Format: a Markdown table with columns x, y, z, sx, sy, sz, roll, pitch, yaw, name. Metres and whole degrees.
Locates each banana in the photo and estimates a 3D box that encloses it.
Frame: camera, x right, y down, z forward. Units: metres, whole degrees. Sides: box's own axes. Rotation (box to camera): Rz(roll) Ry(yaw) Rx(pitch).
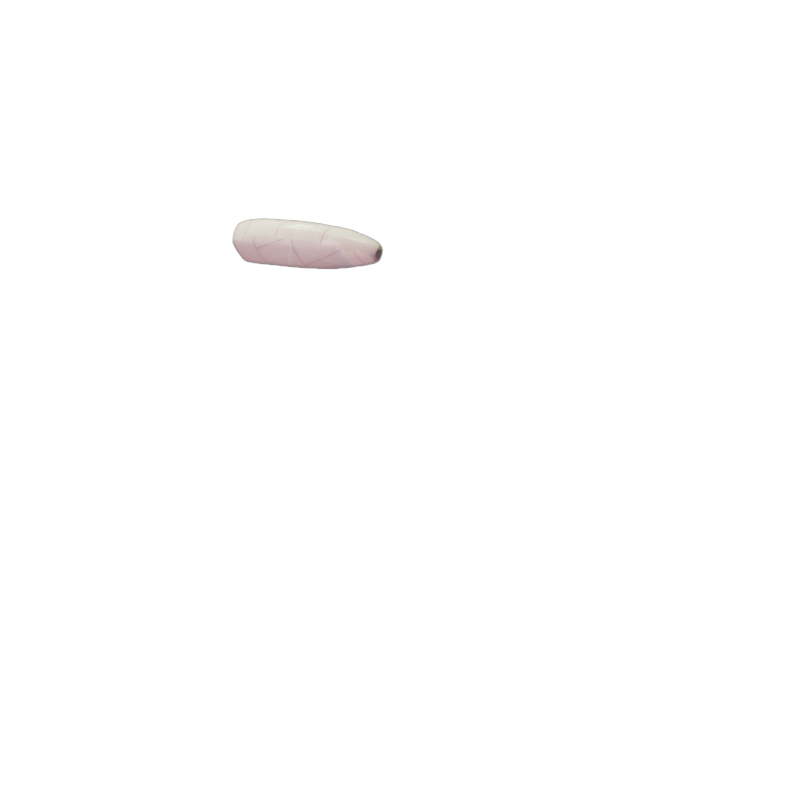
| x | y | z | sx | sy | sz | roll | pitch | yaw | name |
| --- | --- | --- | --- | --- | --- | --- | --- | --- | --- |
| -0.087 | -0.125 | 0.873 | 0.068 | 0.036 | 0.206 | -4 | 11 | -27 | banana |
